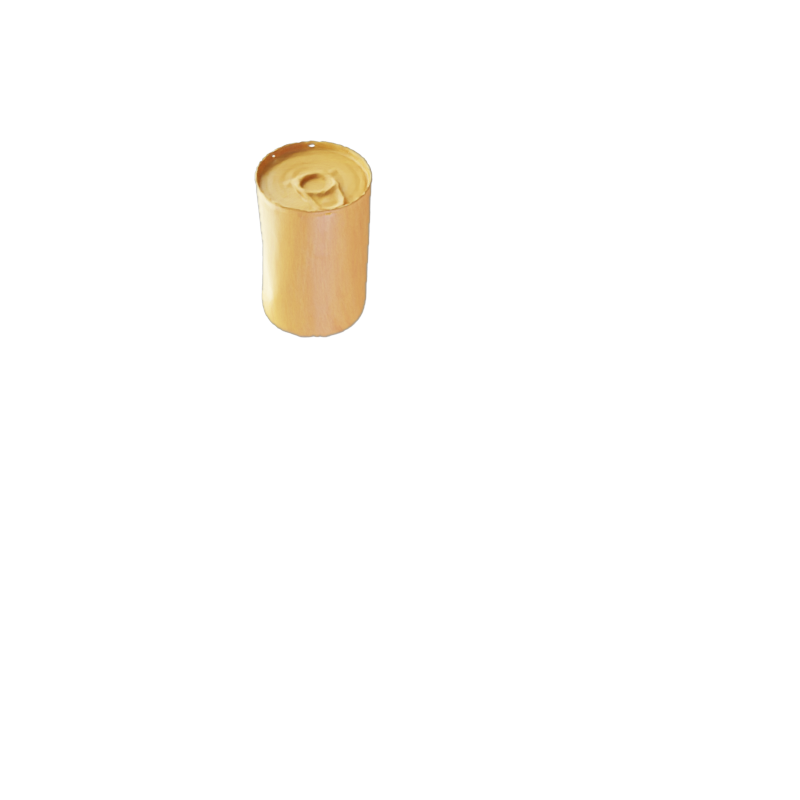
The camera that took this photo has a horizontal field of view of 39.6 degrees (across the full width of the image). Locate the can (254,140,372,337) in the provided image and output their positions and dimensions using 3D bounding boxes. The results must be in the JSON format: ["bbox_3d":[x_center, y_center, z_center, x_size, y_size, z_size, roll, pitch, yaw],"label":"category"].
[{"bbox_3d":[-0.052,-0.096,0.670,0.068,0.095,0.074,0,44,-3],"label":"can"}]
